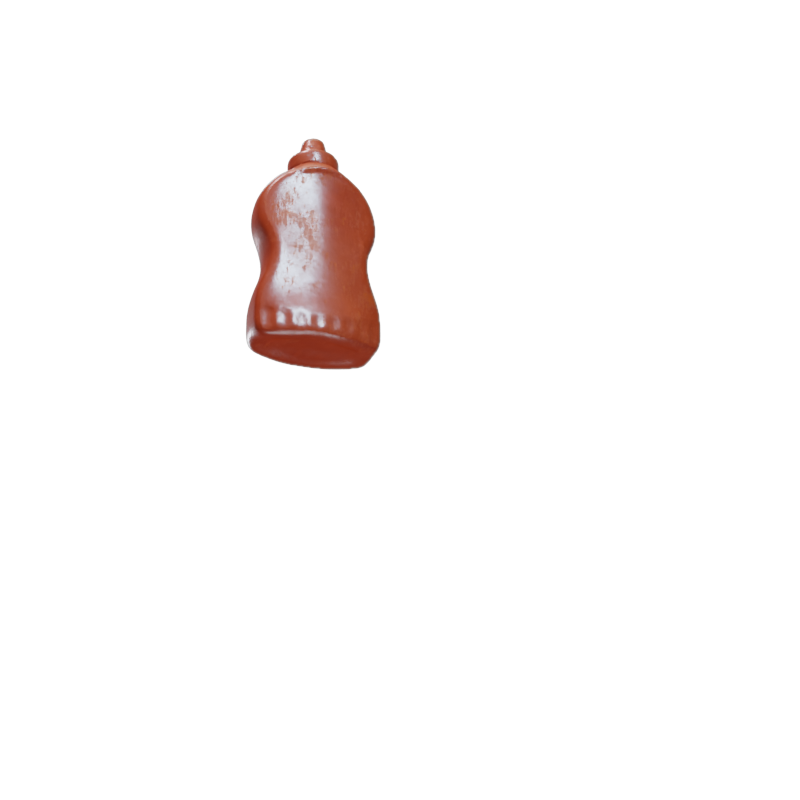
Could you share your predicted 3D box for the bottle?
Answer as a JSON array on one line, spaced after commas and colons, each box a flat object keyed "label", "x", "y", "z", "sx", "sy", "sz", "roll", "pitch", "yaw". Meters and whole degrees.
[{"label": "bottle", "x": -0.067, "y": -0.121, "z": 0.849, "sx": 0.094, "sy": 0.204, "sz": 0.056, "roll": 7, "pitch": -32, "yaw": -15}]
